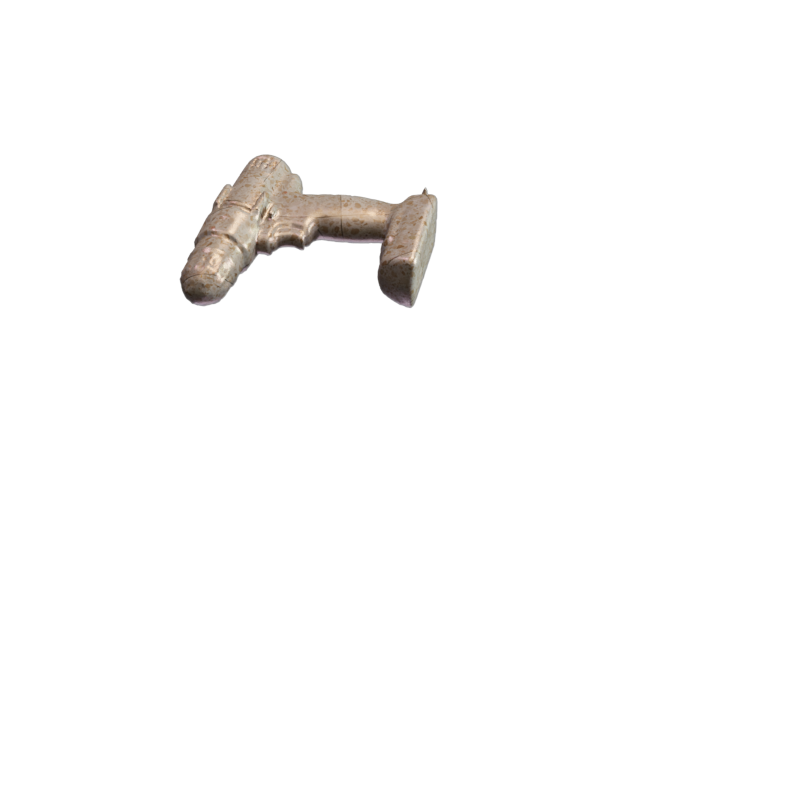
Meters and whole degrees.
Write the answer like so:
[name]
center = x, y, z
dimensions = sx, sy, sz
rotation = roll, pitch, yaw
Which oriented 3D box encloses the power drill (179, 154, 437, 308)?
[power drill]
center = -0.072, -0.131, 0.915
dimensions = 0.192, 0.053, 0.194
rotation = 11, 46, 11
